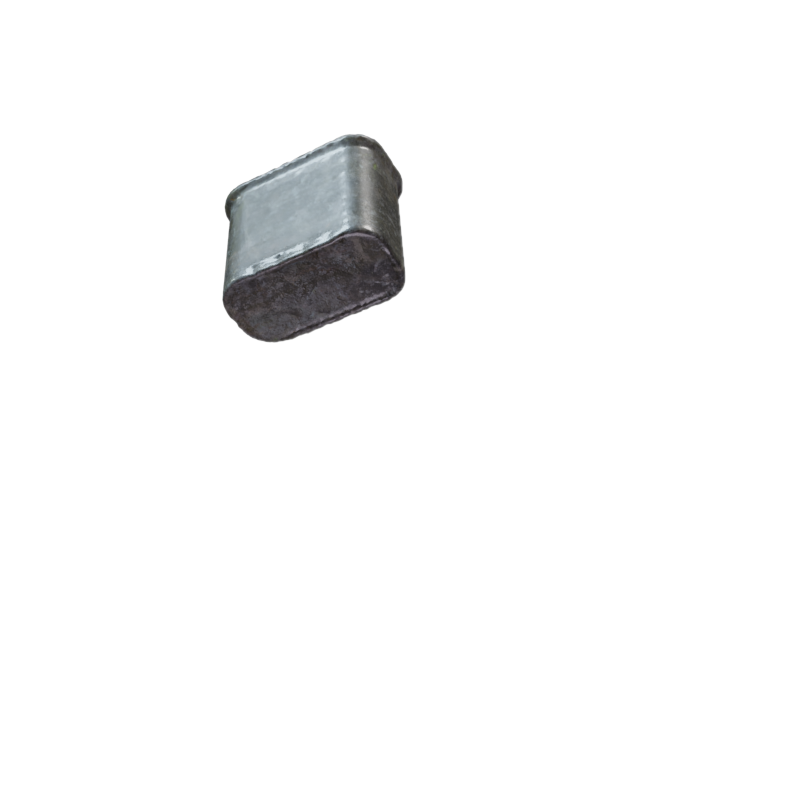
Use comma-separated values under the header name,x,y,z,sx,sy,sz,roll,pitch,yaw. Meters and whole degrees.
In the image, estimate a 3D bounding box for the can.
name,x,y,z,sx,sy,sz,roll,pitch,yaw
can,-0.048,-0.087,0.608,0.102,0.090,0.053,-22,-49,18
